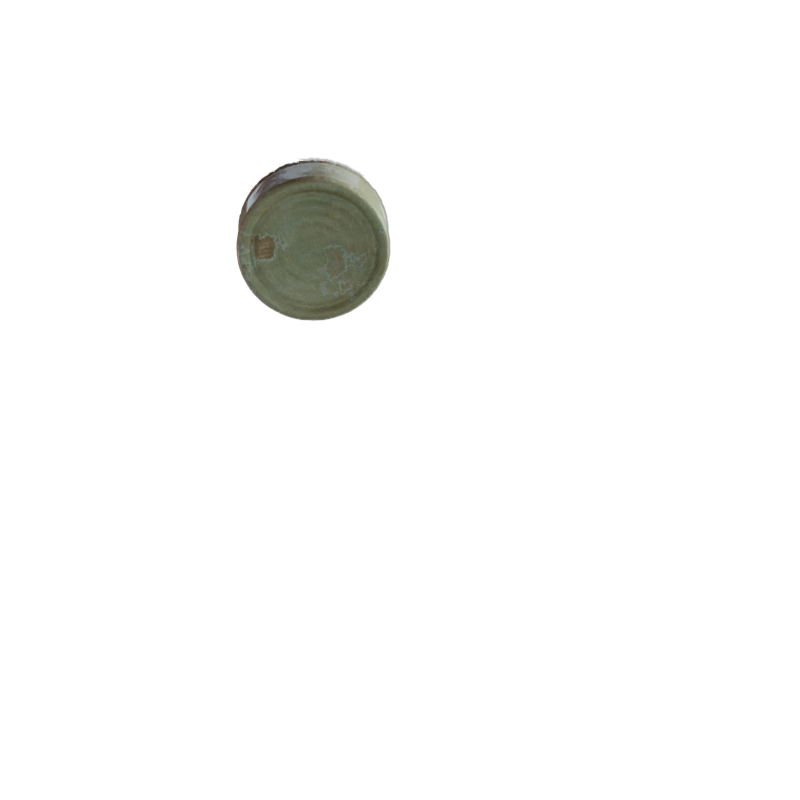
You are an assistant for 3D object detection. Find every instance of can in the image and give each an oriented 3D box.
[{"bbox_3d":[-0.048,-0.088,0.616,0.086,0.082,0.035,1,24,-1],"label":"can"}]
